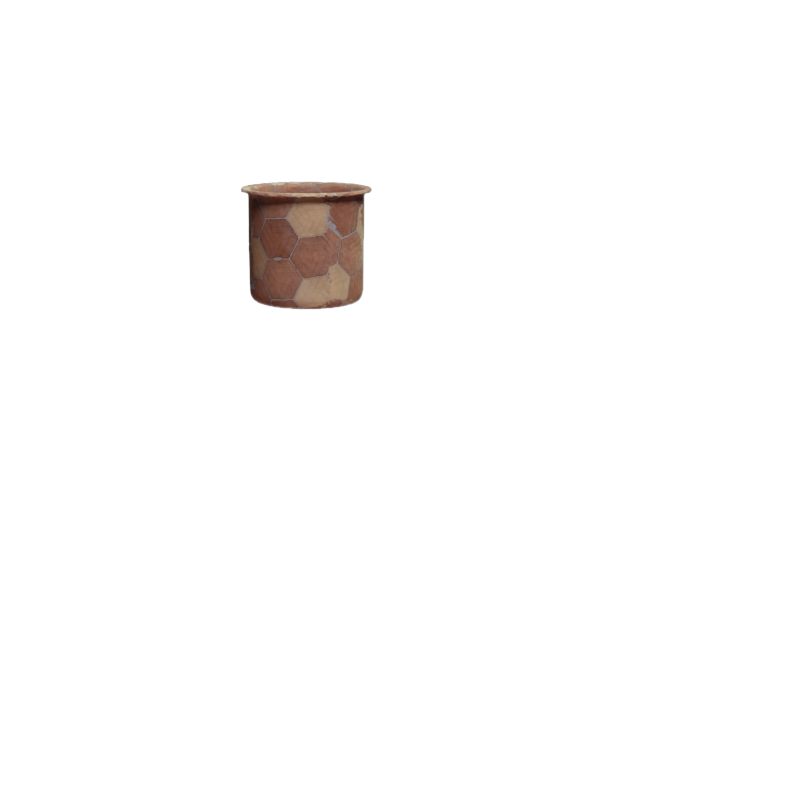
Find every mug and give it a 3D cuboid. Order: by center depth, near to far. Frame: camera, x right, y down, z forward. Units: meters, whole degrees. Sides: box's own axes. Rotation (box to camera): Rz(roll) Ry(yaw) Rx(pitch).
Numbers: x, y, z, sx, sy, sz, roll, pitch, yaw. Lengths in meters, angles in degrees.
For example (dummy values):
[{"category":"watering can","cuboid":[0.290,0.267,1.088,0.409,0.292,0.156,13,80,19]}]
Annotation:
[{"category":"mug","cuboid":[-0.063,-0.115,0.802,0.096,0.079,0.117,5,14,21]}]
